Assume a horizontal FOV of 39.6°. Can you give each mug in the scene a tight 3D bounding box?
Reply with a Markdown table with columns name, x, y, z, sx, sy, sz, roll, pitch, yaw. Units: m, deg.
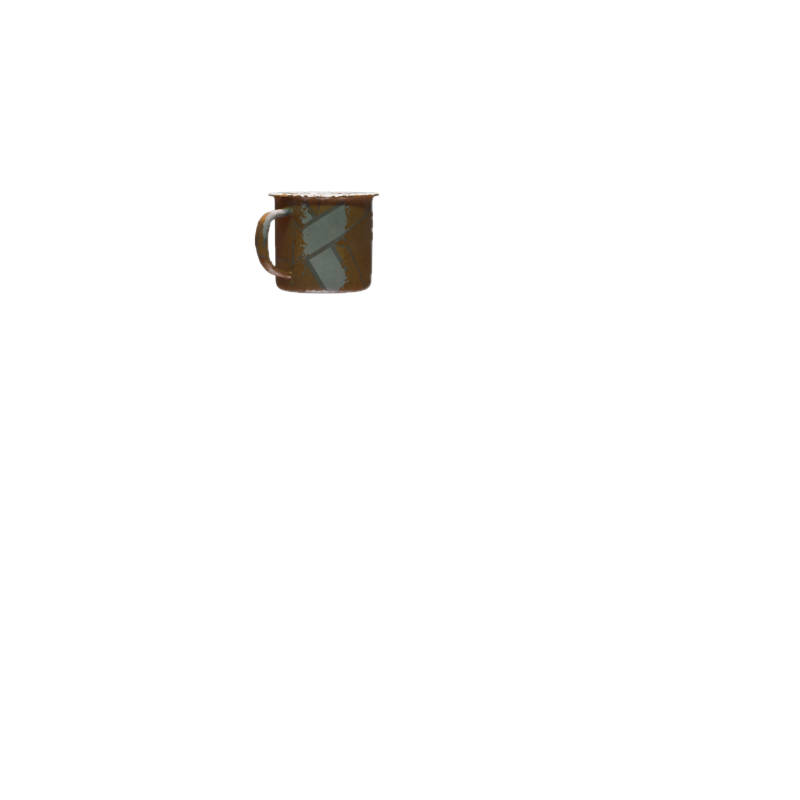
| name | x | y | z | sx | sy | sz | roll | pitch | yaw |
| --- | --- | --- | --- | --- | --- | --- | --- | --- | --- |
| mug | -0.072 | -0.132 | 0.924 | 0.098 | 0.080 | 0.114 | 8 | 12 | 43 |
